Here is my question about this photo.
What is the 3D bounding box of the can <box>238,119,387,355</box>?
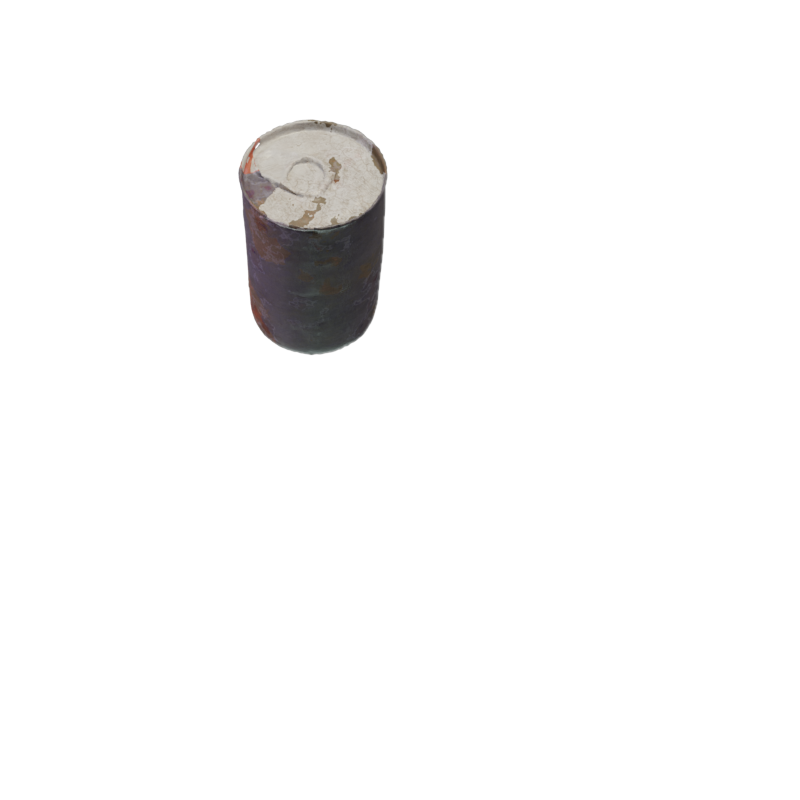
[{"bbox_3d":[-0.043,-0.078,0.543,0.068,0.073,0.095,0,-35,-3],"label":"can"}]
